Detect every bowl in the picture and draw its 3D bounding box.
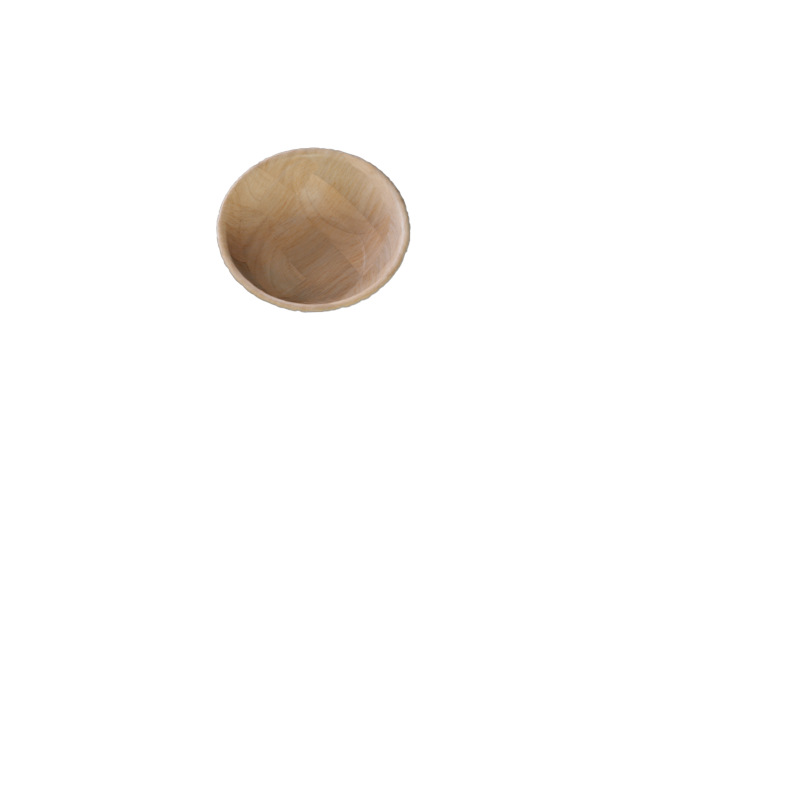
[{"bbox_3d":[-0.074,-0.134,0.942,0.162,0.172,0.052,-1,-29,-1],"label":"bowl"}]
